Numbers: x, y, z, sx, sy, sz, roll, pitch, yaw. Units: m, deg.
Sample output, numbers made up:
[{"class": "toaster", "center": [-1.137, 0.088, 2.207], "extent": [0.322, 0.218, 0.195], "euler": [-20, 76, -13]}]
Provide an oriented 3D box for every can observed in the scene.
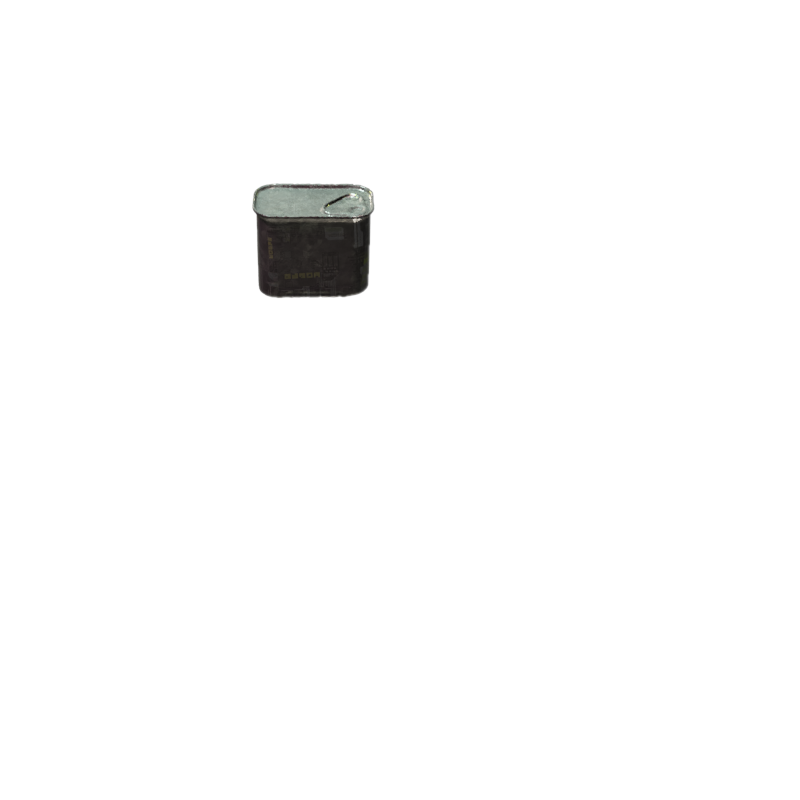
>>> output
[{"class": "can", "center": [-0.074, -0.136, 0.952], "extent": [0.102, 0.078, 0.061], "euler": [0, 35, -1]}]
